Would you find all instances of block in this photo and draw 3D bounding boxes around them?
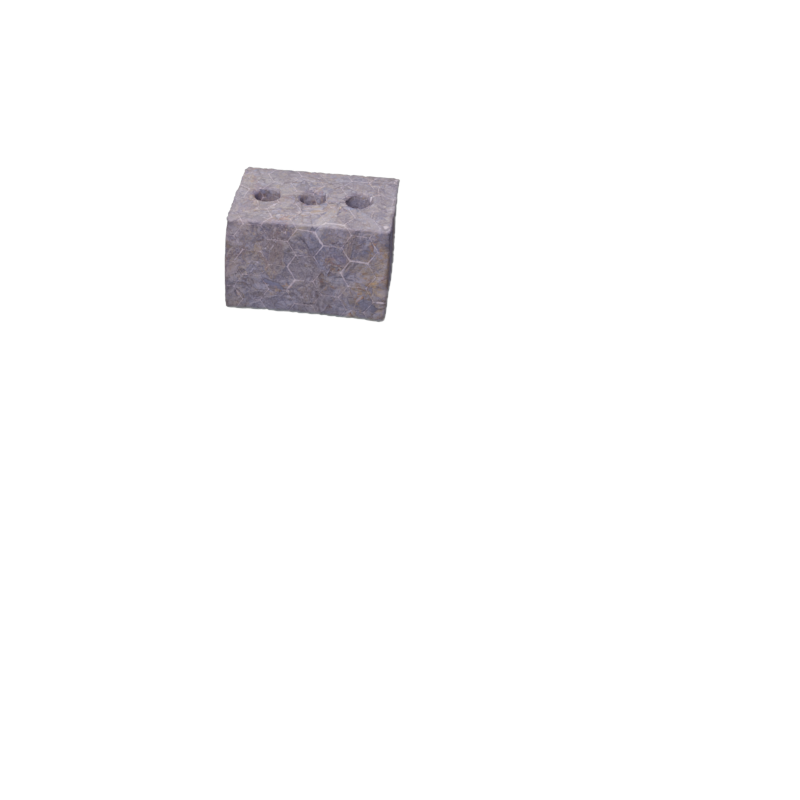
[{"bbox_3d":[-0.042,-0.076,0.533,0.079,0.048,0.056,5,37,5],"label":"block"}]
